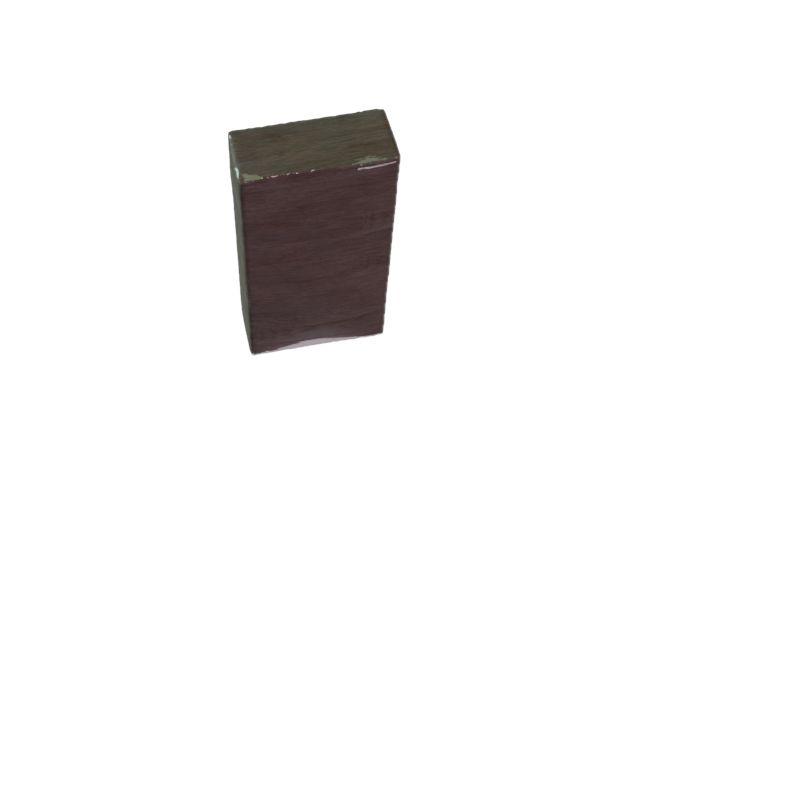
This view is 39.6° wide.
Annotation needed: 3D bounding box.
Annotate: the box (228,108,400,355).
[{"bbox_3d":[-0.053,-0.096,0.676,0.093,0.051,0.165,-10,-29,-9],"label":"box"}]
